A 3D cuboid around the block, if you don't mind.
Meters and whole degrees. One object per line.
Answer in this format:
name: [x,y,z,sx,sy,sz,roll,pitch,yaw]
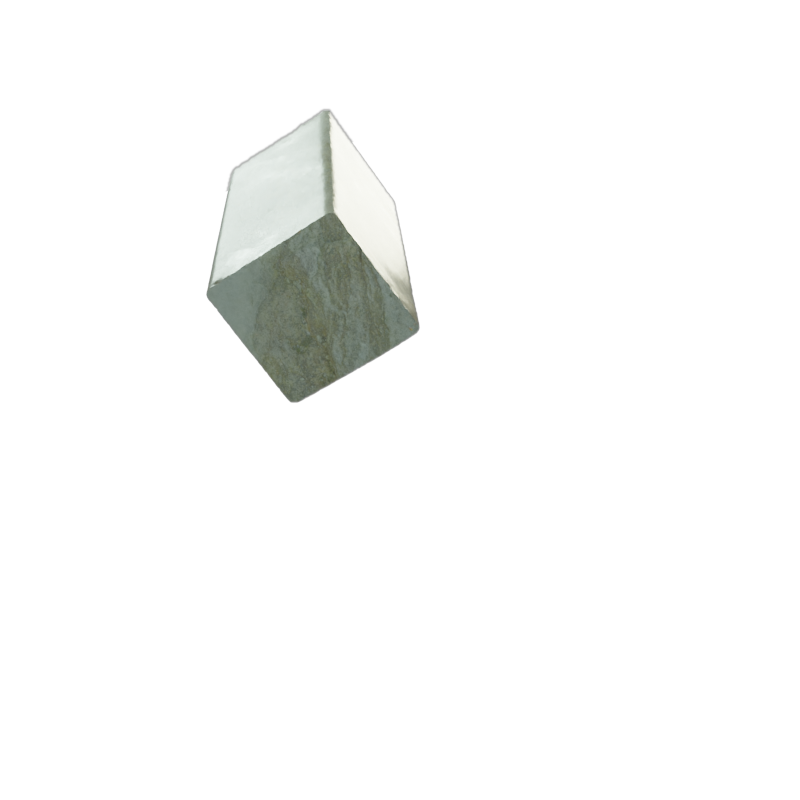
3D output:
block: [-0.056,-0.101,0.713,0.090,0.086,0.218,-31,26,13]
